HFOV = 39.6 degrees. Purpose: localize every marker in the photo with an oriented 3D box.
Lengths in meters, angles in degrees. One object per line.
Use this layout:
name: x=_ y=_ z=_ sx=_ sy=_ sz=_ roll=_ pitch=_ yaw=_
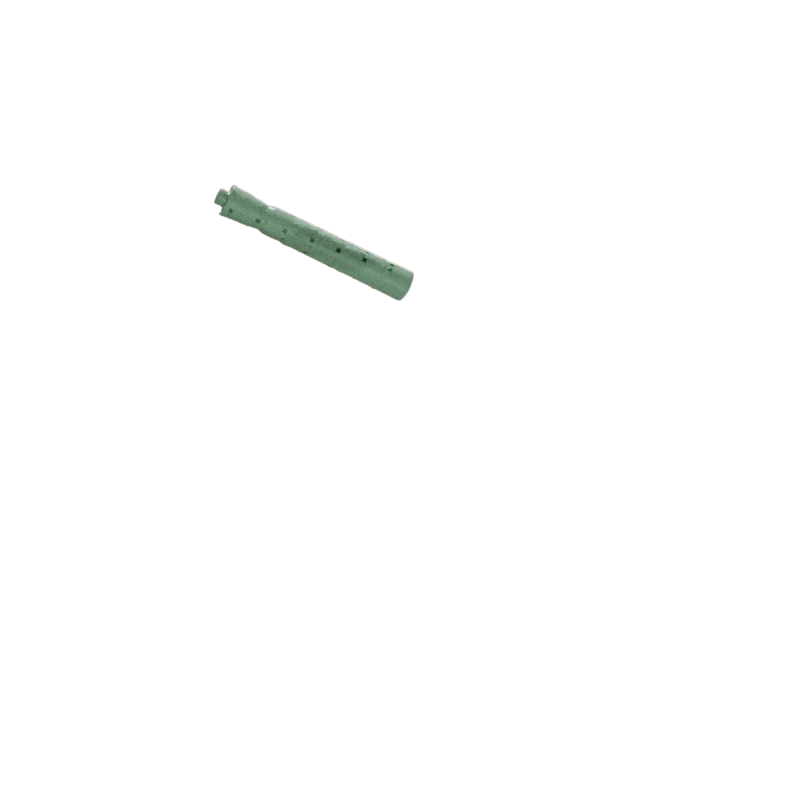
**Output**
marker: x=-0.049 y=-0.090 z=0.628 sx=0.118 sy=0.020 sz=0.020 roll=25 pitch=-2 yaw=-10
